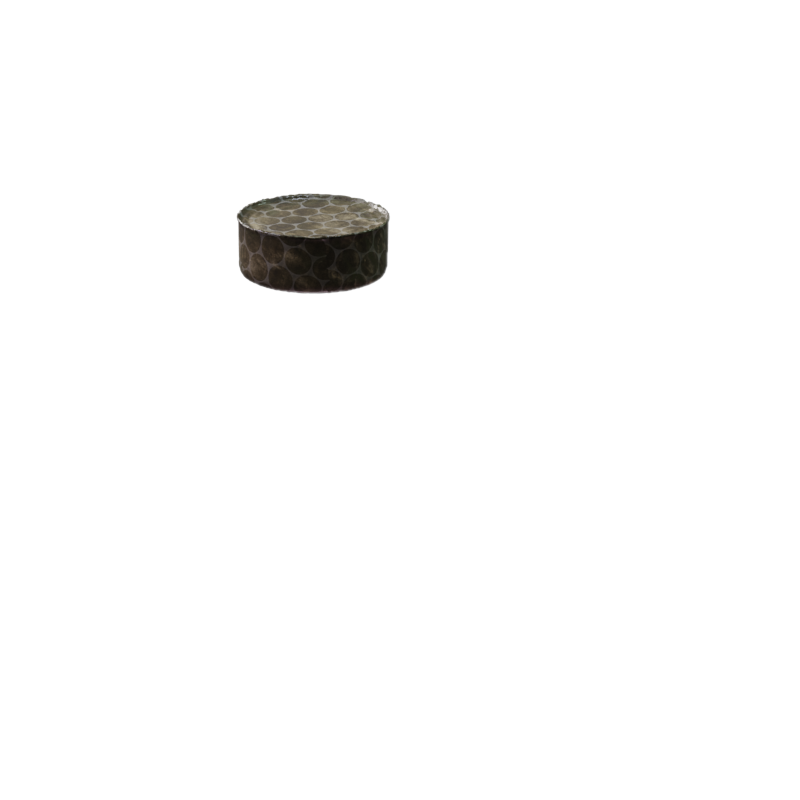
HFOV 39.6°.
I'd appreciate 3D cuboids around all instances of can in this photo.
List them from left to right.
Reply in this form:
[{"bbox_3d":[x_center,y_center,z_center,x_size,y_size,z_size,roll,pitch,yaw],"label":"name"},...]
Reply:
[{"bbox_3d":[-0.049,-0.089,0.626,0.086,0.032,0.090,-1,24,-2],"label":"can"}]
